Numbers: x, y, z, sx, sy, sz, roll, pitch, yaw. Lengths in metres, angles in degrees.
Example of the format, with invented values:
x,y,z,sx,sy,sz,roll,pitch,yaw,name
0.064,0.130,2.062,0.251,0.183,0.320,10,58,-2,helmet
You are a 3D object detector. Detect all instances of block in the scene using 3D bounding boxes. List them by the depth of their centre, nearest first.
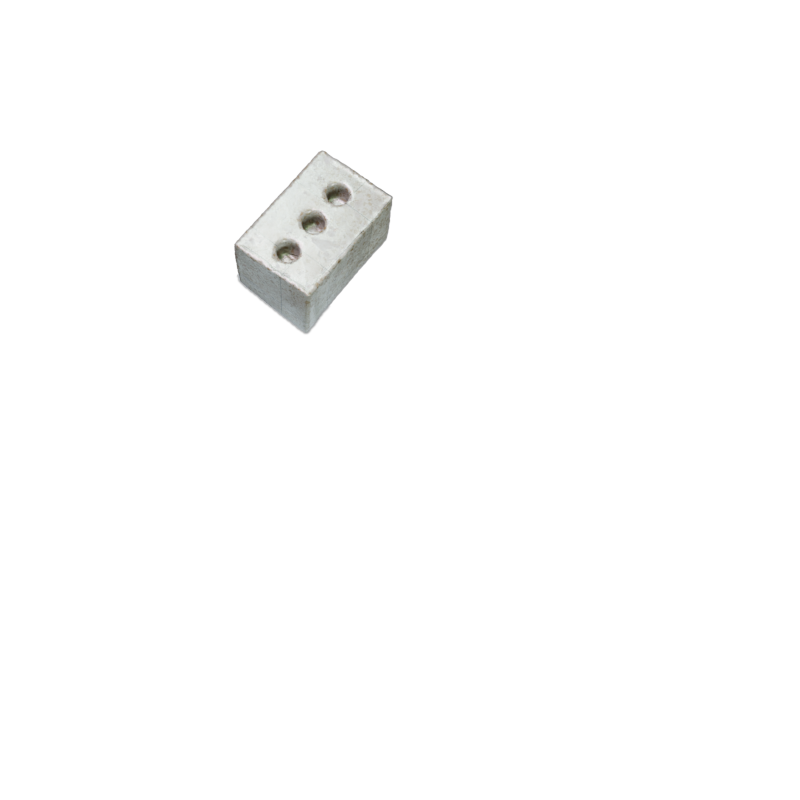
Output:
x,y,z,sx,sy,sz,roll,pitch,yaw,name
-0.049,-0.089,0.621,0.054,0.079,0.049,35,-19,11,block
